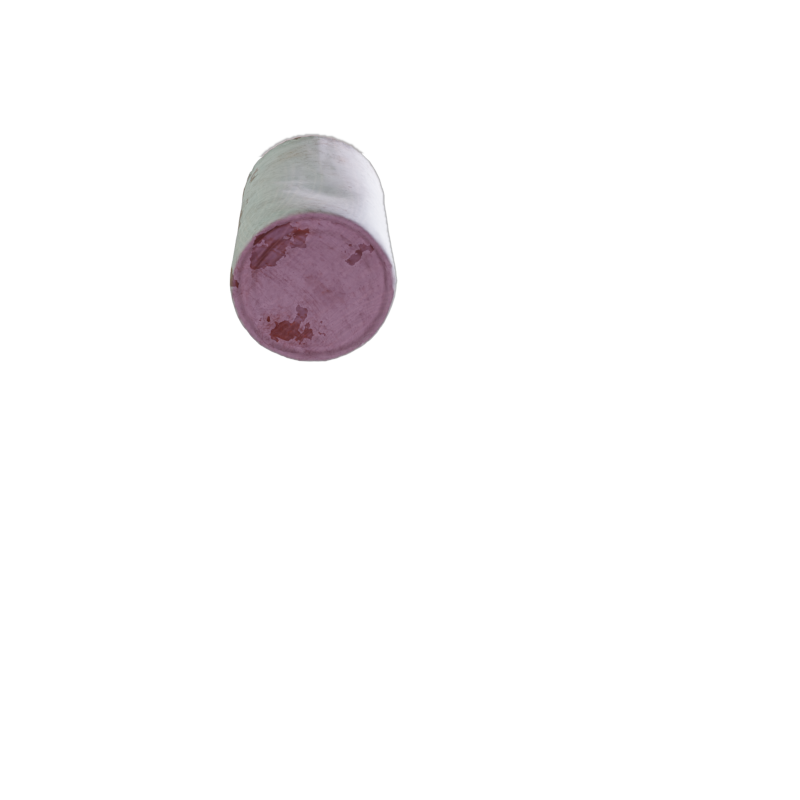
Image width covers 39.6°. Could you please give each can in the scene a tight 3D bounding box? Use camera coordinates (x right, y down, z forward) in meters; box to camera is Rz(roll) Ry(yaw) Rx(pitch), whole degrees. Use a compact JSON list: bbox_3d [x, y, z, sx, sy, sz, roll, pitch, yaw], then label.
[{"bbox_3d":[-0.038,-0.069,0.483,0.068,0.065,0.108,0,27,-3],"label":"can"}]
